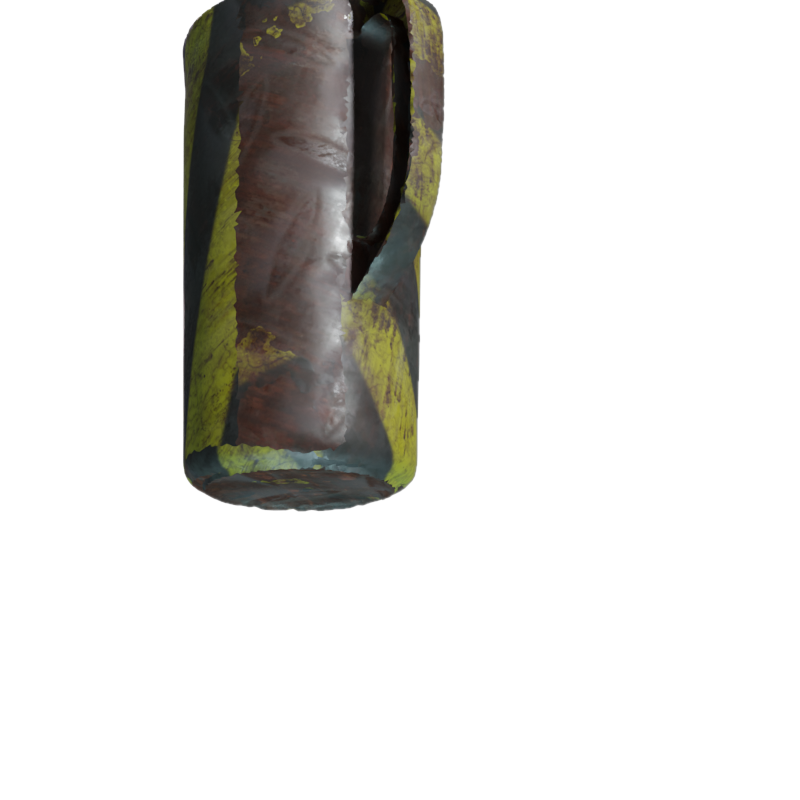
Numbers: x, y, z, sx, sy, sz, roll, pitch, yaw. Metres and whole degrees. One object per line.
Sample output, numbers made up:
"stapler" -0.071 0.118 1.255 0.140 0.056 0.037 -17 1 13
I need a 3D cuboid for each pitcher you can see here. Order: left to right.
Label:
"pitcher" -0.043 -0.078 0.548 0.146 0.256 0.140 -5 -23 8
